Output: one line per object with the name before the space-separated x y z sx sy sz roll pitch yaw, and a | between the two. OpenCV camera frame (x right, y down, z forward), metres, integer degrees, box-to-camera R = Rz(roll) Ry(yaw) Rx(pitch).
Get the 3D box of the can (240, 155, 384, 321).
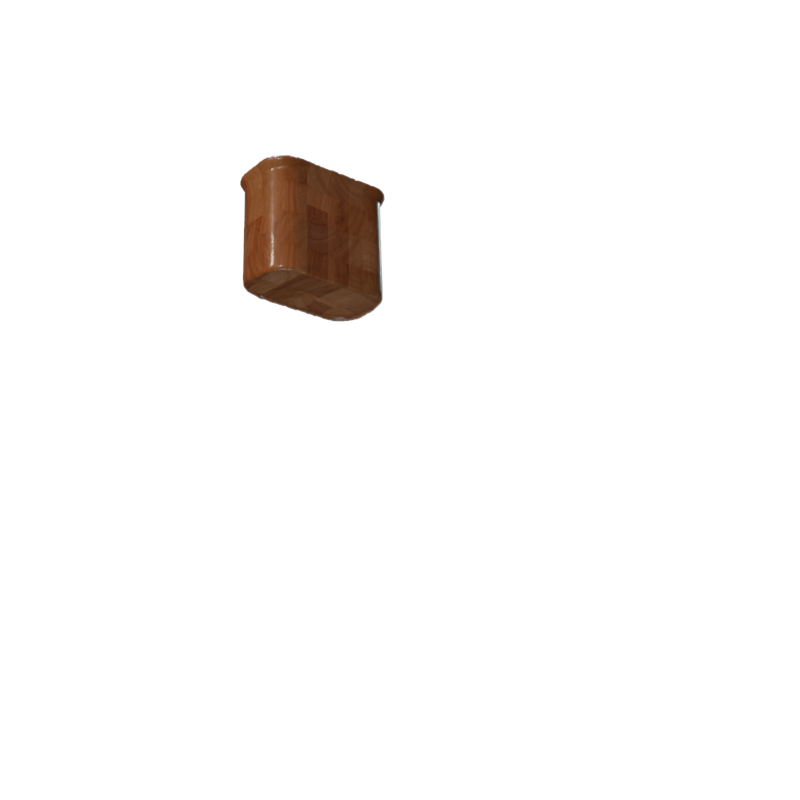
can | -0.059 -0.108 0.756 0.096 0.089 0.057 16 -30 -34
